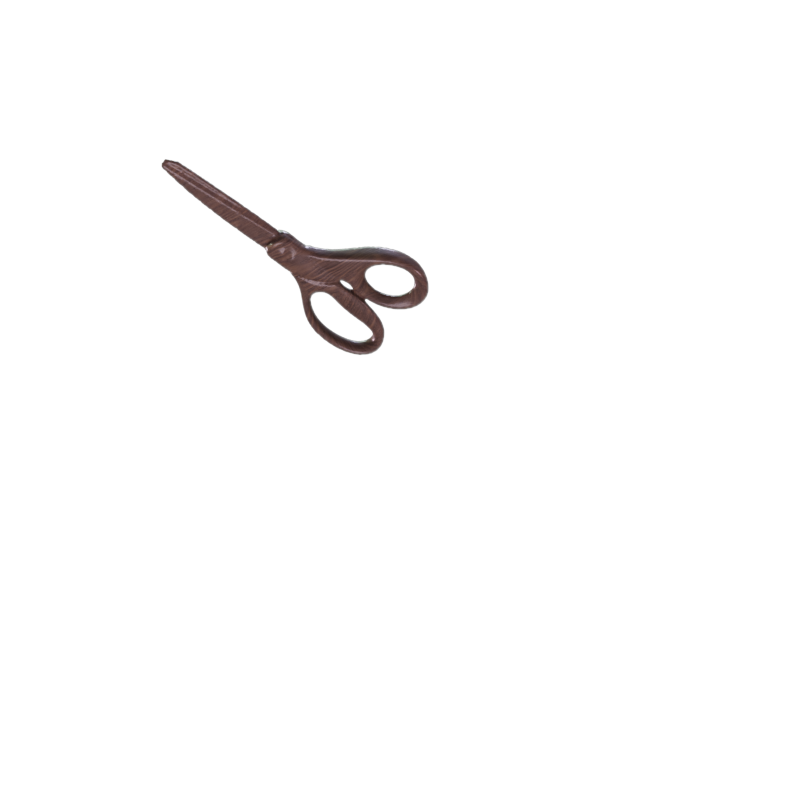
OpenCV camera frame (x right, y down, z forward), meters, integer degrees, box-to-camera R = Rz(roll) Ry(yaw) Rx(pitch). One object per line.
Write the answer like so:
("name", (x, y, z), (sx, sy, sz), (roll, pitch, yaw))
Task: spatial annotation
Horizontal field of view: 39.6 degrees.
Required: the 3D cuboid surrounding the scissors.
("scissors", (-0.056, -0.102, 0.715), (0.096, 0.017, 0.187), (-25, -53, 20))
